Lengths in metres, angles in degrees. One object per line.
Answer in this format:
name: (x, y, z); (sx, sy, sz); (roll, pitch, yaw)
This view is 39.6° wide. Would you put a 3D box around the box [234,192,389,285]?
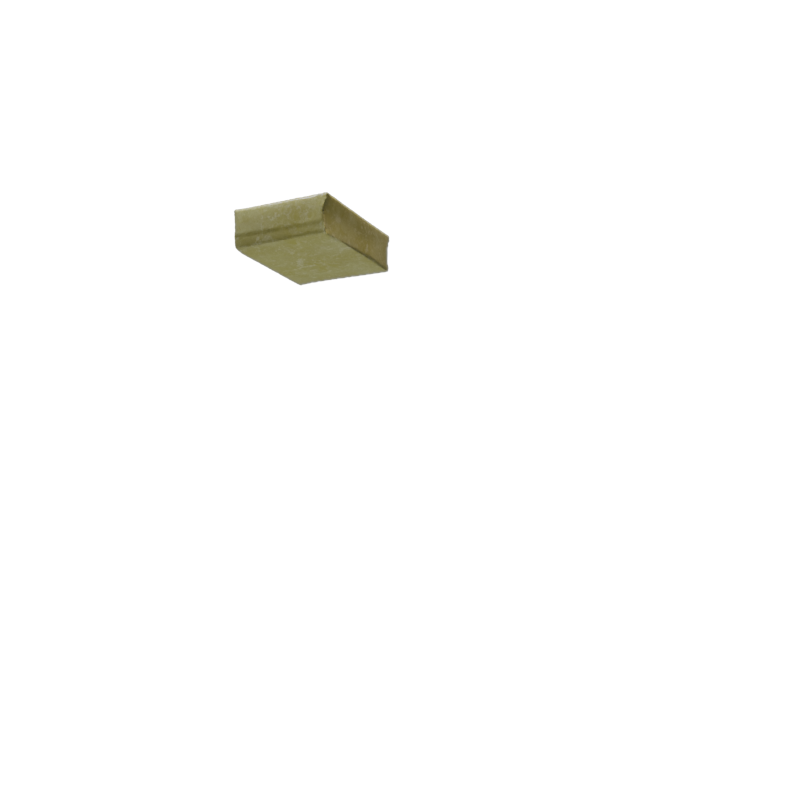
box: (-0.073, -0.133, 0.930); (0.092, 0.040, 0.107); (-7, -14, 27)
